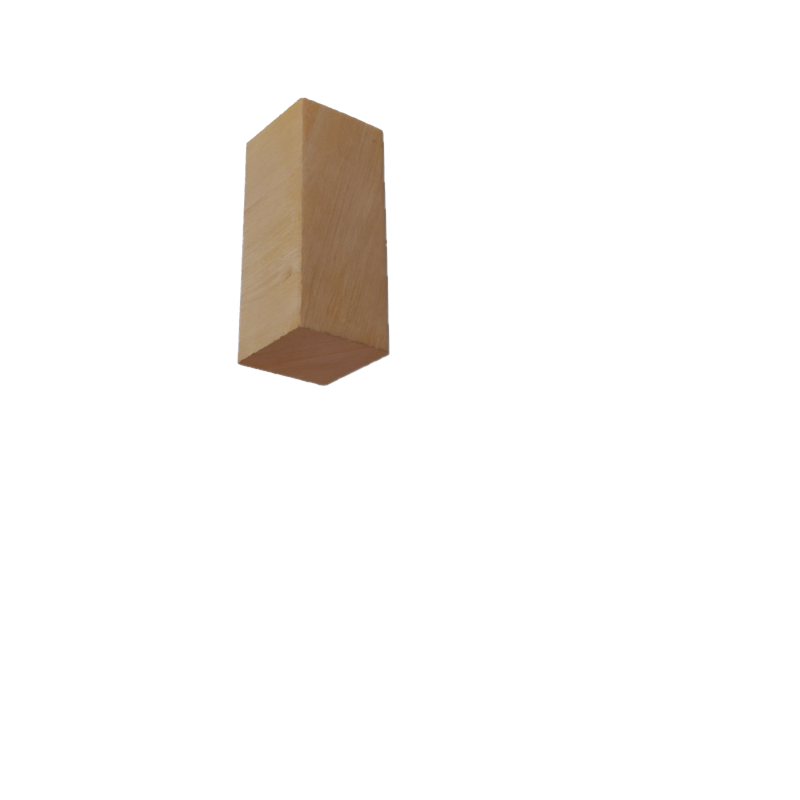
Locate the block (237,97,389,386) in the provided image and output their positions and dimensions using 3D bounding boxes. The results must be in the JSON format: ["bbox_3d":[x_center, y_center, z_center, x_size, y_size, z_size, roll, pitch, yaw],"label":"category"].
[{"bbox_3d":[-0.071,-0.130,0.911,0.085,0.218,0.090,17,-32,-34],"label":"block"}]
